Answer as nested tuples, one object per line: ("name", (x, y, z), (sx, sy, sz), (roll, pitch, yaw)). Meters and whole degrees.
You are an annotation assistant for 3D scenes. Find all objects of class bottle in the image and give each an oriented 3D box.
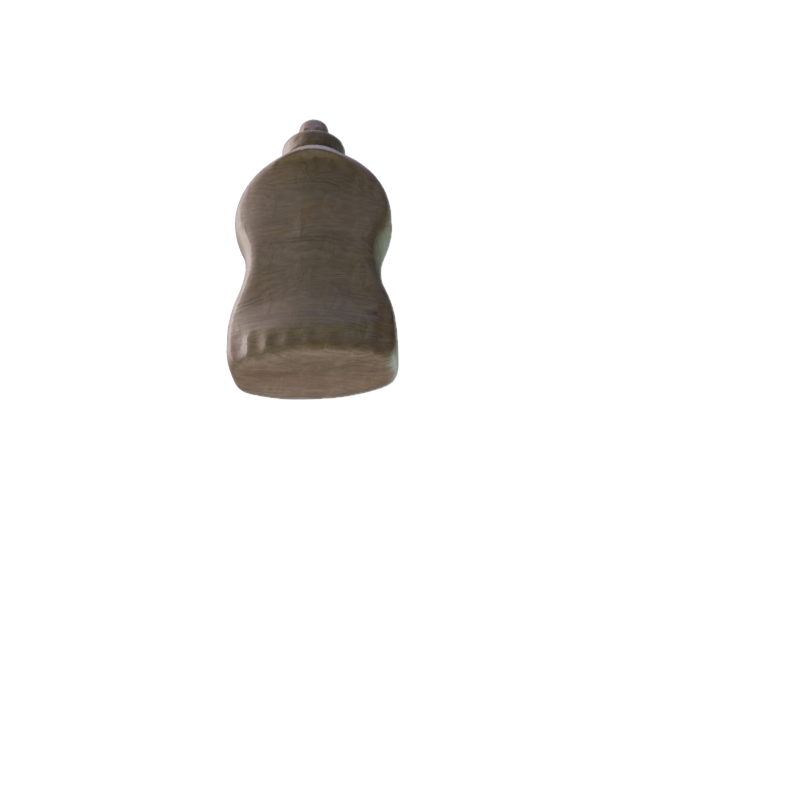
("bottle", (-0.053, -0.096, 0.675), (0.097, 0.205, 0.054), (-6, -34, 4))
